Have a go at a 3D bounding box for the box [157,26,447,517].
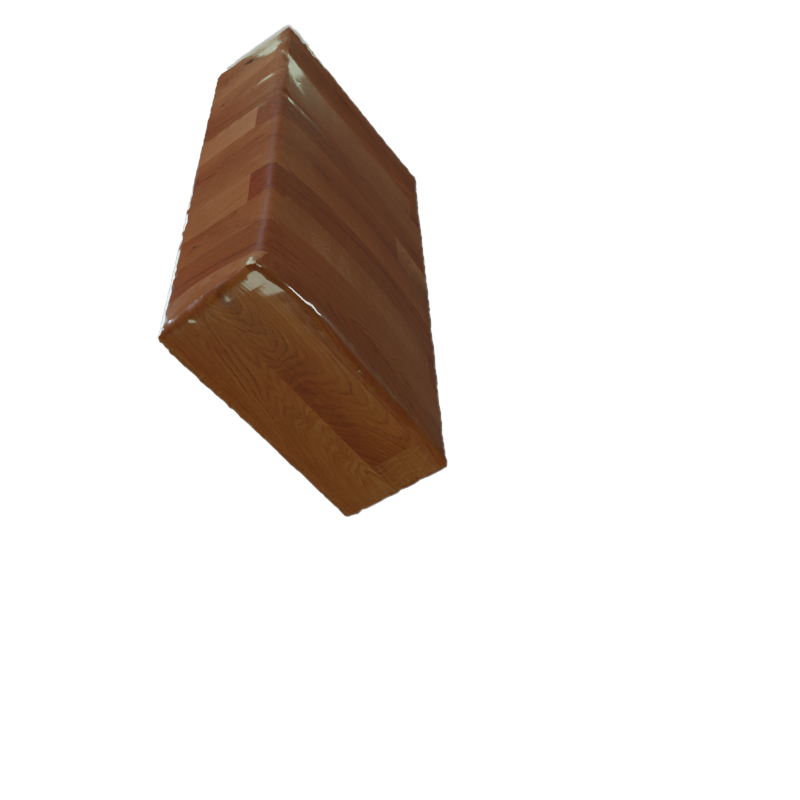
[{"bbox_3d":[-0.031,-0.056,0.396,0.048,0.088,0.188,-33,31,19],"label":"box"}]
